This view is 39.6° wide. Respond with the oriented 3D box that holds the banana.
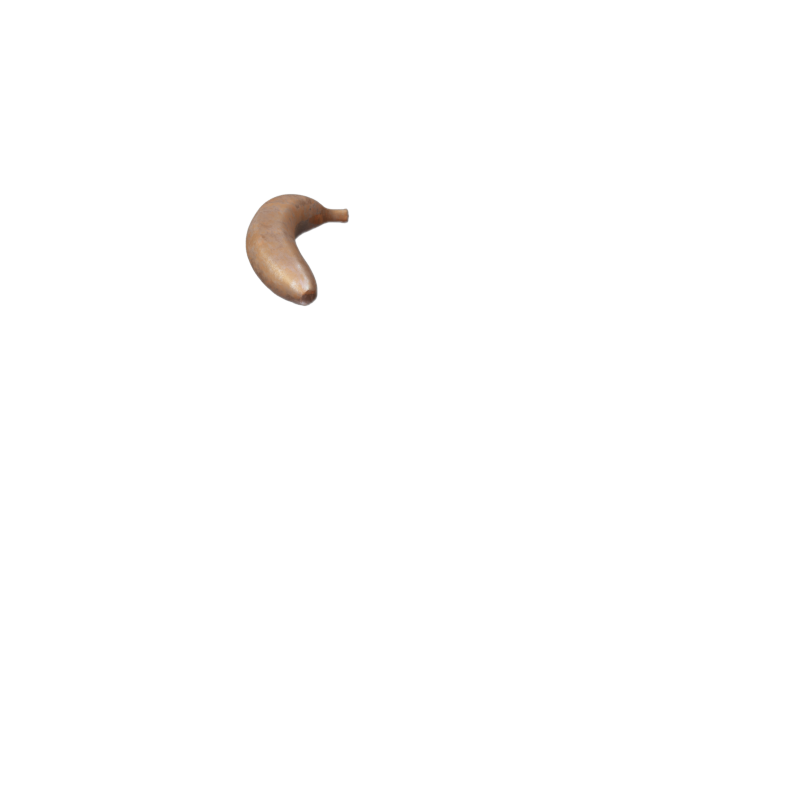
[{"bbox_3d":[-0.084,-0.123,0.842,0.070,0.035,0.206,3,27,4],"label":"banana"}]
